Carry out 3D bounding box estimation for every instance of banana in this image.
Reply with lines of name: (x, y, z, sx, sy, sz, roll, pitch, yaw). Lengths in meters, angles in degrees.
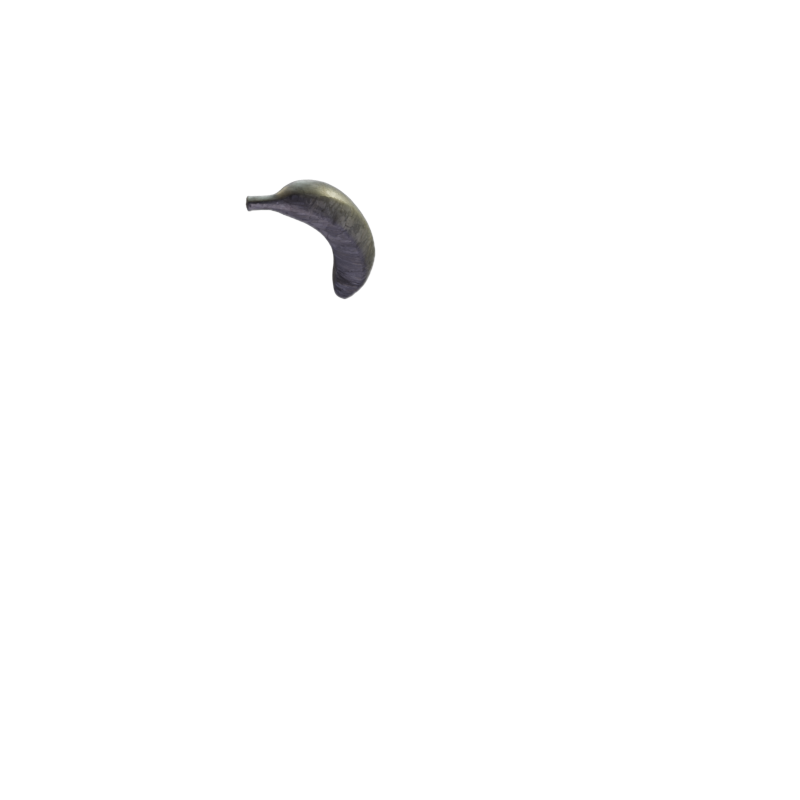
banana: (-0.059, -0.140, 0.944, 0.071, 0.039, 0.184, -10, -24, 20)
